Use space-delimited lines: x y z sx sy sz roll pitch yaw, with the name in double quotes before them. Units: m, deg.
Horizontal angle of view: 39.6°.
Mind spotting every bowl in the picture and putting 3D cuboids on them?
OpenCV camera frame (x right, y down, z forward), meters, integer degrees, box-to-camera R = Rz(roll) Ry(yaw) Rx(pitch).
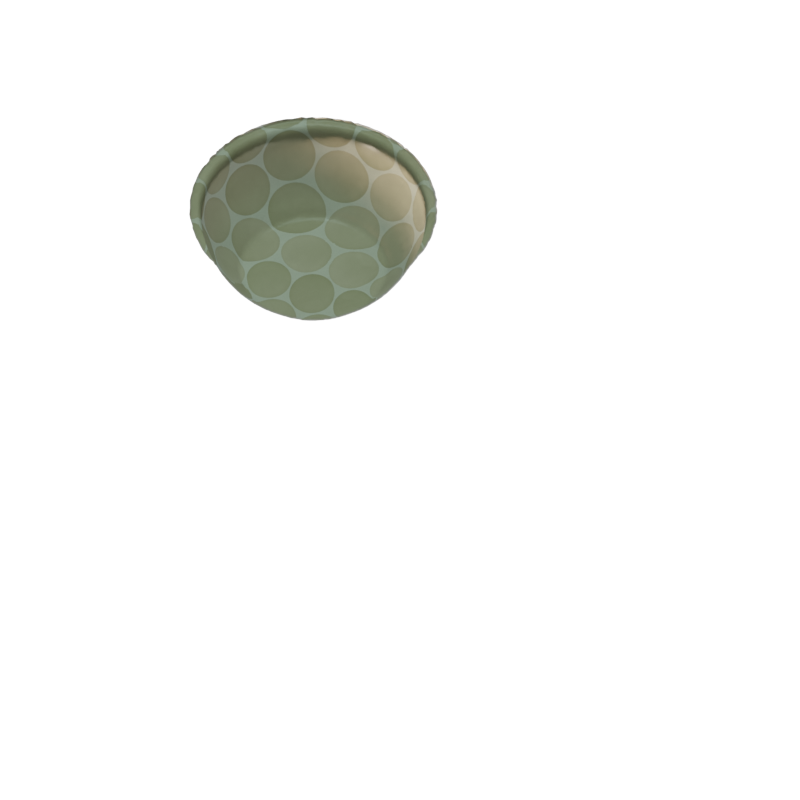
"bowl" -0.055 -0.101 0.707 0.162 0.059 0.151 1 -42 -1
